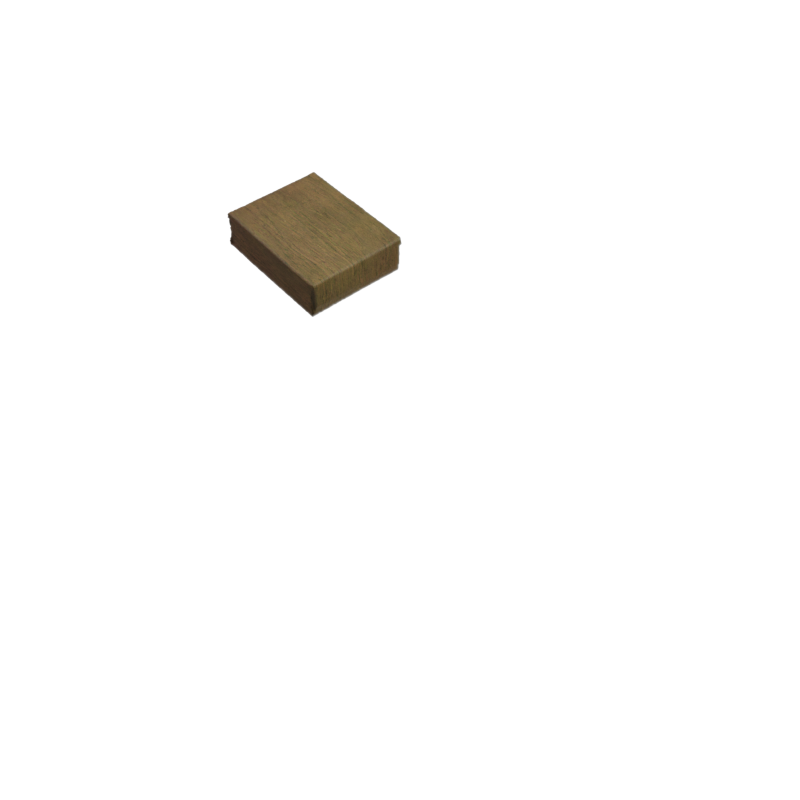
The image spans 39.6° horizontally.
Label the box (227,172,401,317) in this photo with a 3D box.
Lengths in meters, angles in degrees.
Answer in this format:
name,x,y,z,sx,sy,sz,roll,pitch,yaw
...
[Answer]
name,x,y,z,sx,sy,sz,roll,pitch,yaw
box,-0.069,-0.126,0.882,0.090,0.036,0.122,-30,51,-28
